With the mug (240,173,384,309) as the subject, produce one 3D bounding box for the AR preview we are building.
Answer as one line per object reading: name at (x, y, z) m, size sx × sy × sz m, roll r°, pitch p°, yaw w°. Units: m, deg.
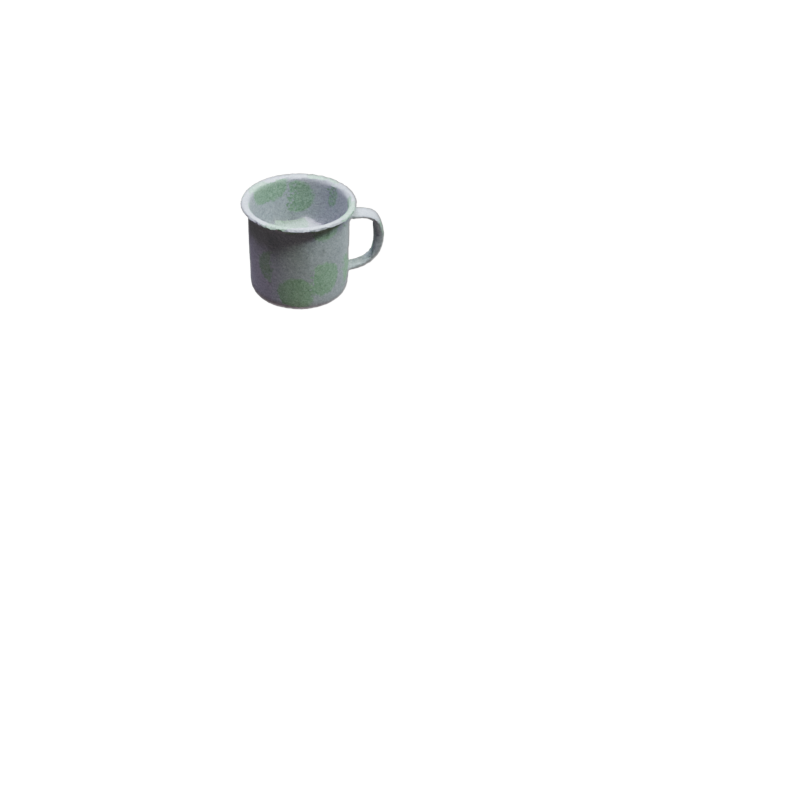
mug at (-0.071, -0.130, 0.910) m, size 0.116 × 0.076 × 0.101 m, roll -7°, pitch 37°, yaw -11°
